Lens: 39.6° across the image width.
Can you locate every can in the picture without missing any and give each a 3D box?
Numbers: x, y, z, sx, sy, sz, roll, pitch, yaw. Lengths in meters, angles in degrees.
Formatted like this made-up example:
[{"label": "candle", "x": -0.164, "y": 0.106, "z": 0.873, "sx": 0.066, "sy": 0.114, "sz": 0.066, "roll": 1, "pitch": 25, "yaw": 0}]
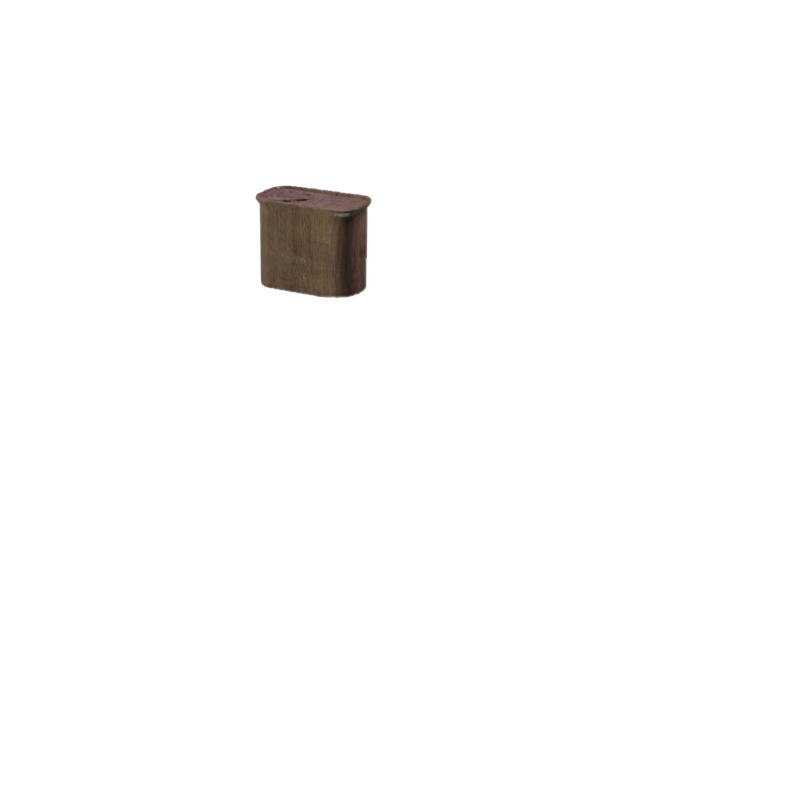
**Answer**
[{"label": "can", "x": -0.078, "y": -0.142, "z": 0.997, "sx": 0.106, "sy": 0.080, "sz": 0.058, "roll": 11, "pitch": 23, "yaw": 24}]
